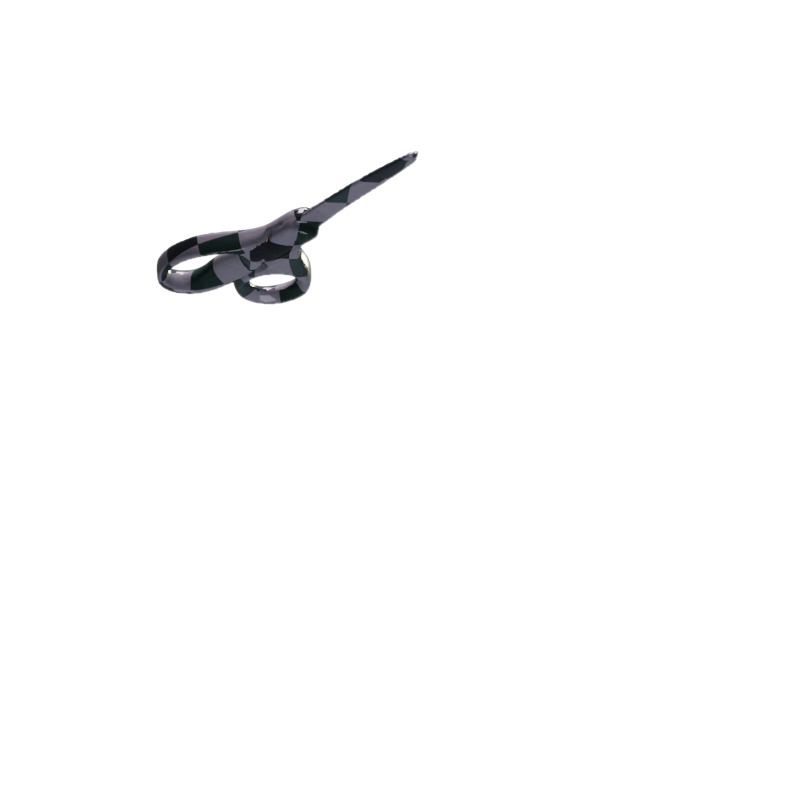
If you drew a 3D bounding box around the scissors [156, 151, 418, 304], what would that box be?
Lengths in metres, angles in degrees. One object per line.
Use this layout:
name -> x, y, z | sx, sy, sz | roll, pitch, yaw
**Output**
scissors -> -0.047, -0.085, 0.594 | 0.205, 0.016, 0.090 | -12, -20, 36
